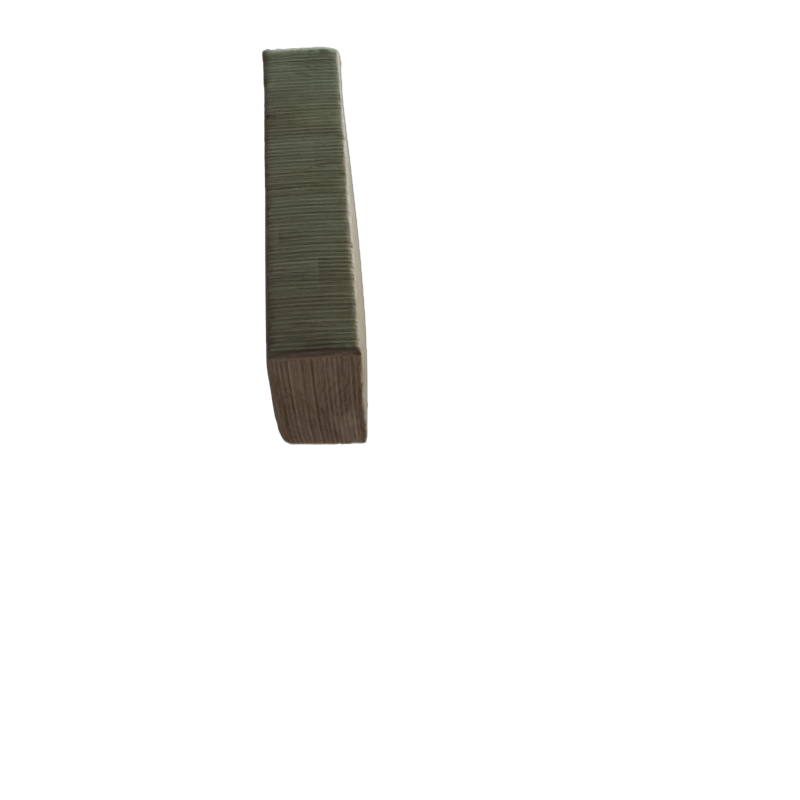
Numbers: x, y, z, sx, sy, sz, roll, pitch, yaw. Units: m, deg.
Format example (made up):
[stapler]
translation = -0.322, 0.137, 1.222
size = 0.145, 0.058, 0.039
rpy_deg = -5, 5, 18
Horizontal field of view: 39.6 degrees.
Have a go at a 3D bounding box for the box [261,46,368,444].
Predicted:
[box]
translation = -0.042, -0.077, 0.537
size = 0.048, 0.188, 0.087
rpy_deg = -2, -31, -1
